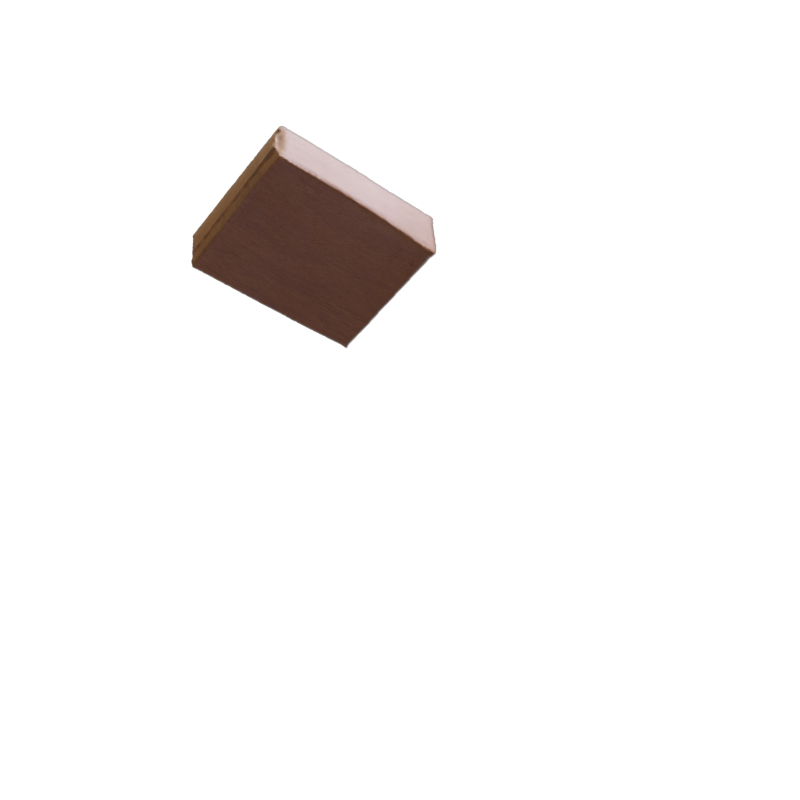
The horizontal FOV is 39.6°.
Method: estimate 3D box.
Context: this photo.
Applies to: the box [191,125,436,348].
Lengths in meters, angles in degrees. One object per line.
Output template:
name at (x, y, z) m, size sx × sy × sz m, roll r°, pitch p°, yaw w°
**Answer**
box at (-0.050, -0.091, 0.634) m, size 0.108 × 0.088 × 0.042 m, roll 30°, pitch 32°, yaw -22°
